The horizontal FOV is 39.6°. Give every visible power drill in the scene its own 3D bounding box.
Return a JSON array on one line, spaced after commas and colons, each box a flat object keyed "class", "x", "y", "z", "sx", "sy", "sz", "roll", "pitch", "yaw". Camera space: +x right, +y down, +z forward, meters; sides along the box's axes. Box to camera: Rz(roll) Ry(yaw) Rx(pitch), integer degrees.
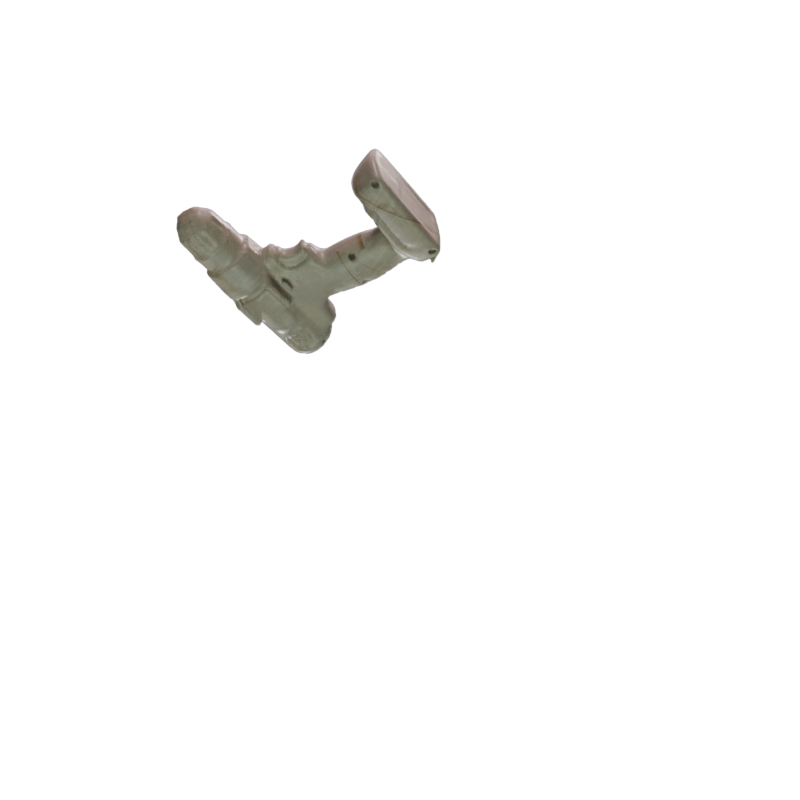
[{"class": "power drill", "x": -0.075, "y": -0.137, "z": 0.959, "sx": 0.187, "sy": 0.062, "sz": 0.172, "roll": -29, "pitch": -53, "yaw": 24}]
